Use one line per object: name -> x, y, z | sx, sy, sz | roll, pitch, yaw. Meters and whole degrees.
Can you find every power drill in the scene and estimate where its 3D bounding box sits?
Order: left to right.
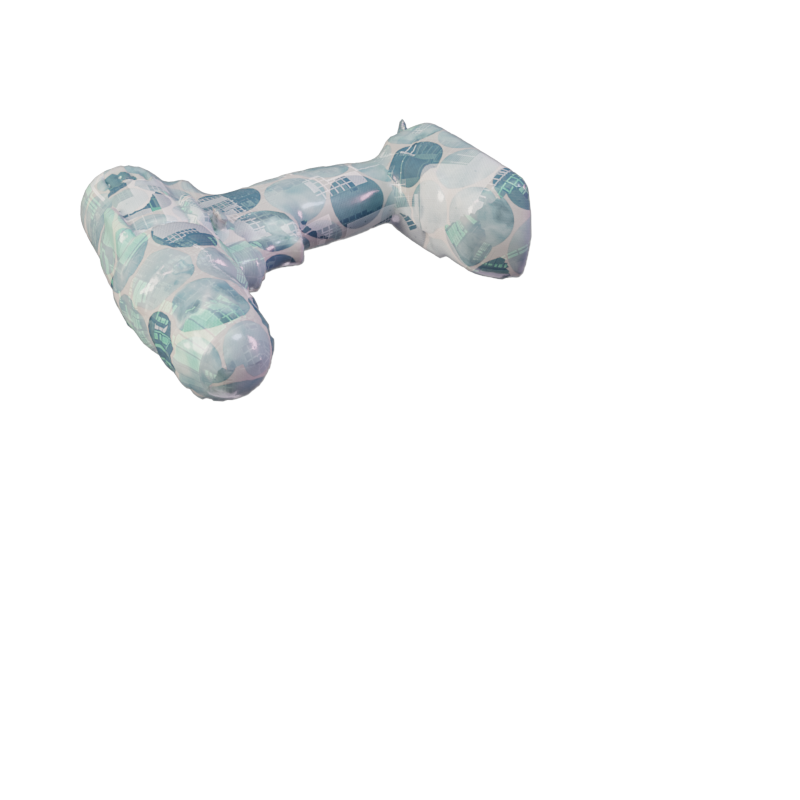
power drill -> -0.039, -0.071, 0.500 | 0.185, 0.054, 0.199 | -14, 34, -21
